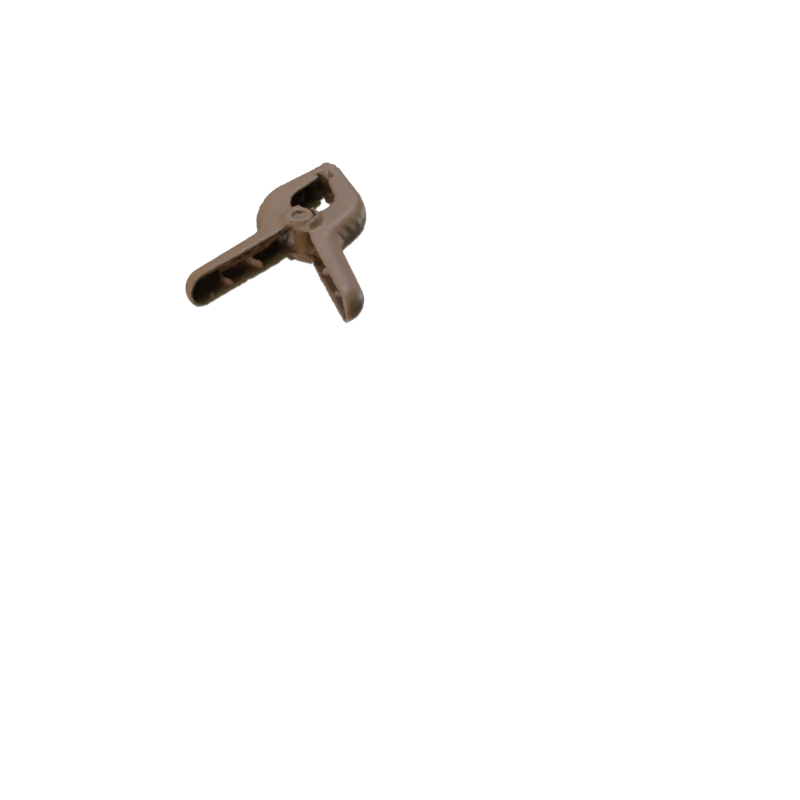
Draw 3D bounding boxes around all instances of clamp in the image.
[{"bbox_3d":[-0.061,-0.111,0.776,0.124,0.036,0.178,15,45,15],"label":"clamp"}]
